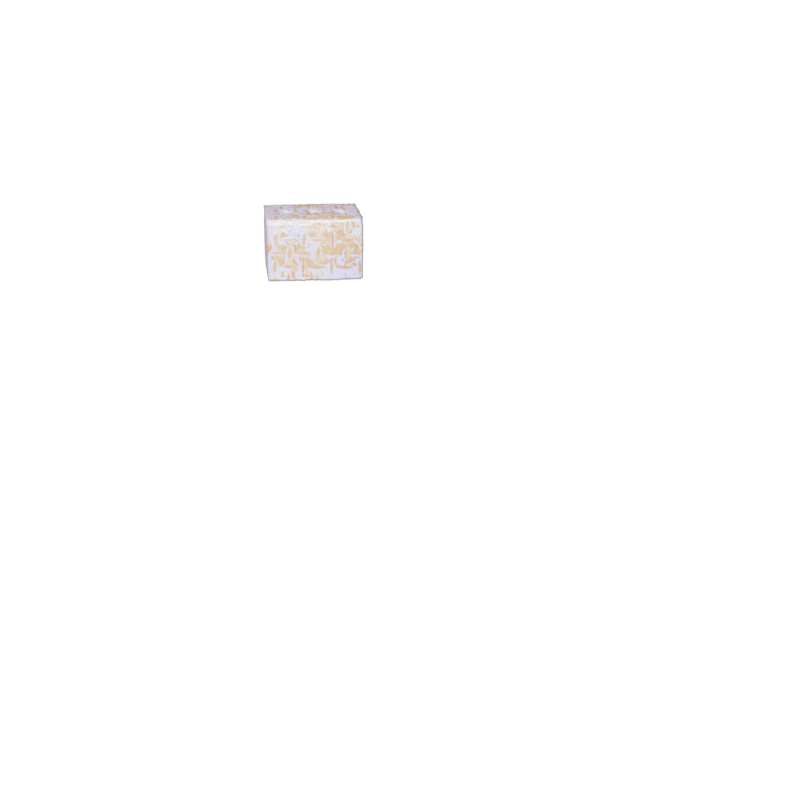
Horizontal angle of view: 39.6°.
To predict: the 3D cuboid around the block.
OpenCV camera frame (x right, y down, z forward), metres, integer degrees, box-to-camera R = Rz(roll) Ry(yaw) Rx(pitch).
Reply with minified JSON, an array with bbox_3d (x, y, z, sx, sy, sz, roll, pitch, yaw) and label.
[{"bbox_3d":[-0.070,-0.127,0.890,0.077,0.049,0.055,-2,19,-6],"label":"block"}]
